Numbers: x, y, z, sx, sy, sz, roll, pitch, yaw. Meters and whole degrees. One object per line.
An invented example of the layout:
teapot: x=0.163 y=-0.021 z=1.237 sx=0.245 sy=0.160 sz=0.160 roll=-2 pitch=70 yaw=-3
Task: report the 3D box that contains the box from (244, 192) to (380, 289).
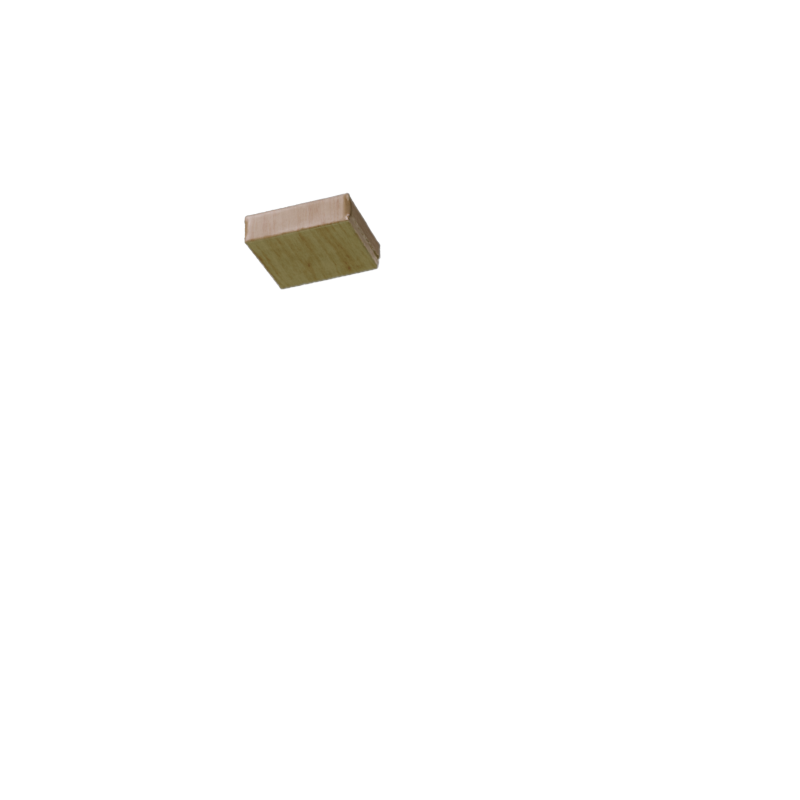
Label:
box: x=-0.069 y=-0.125 z=0.877 sx=0.090 sy=0.032 sz=0.068 roll=-10 pitch=-31 yaw=17
